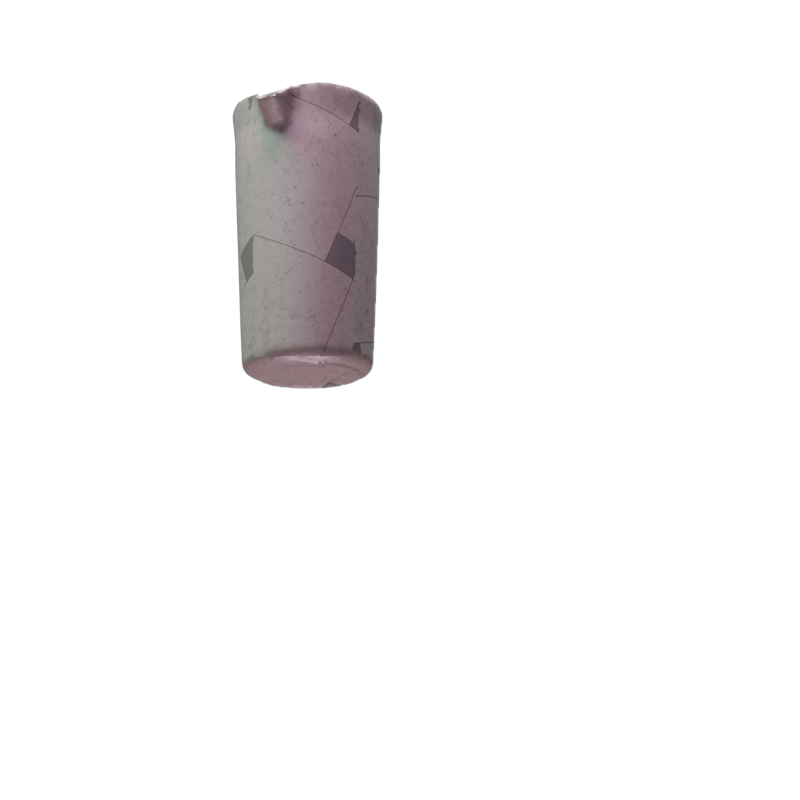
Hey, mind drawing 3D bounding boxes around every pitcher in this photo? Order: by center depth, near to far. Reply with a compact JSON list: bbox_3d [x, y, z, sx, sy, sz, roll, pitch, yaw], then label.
[{"bbox_3d":[-0.075,-0.136,0.955,0.144,0.254,0.144,7,-20,-24],"label":"pitcher"}]
